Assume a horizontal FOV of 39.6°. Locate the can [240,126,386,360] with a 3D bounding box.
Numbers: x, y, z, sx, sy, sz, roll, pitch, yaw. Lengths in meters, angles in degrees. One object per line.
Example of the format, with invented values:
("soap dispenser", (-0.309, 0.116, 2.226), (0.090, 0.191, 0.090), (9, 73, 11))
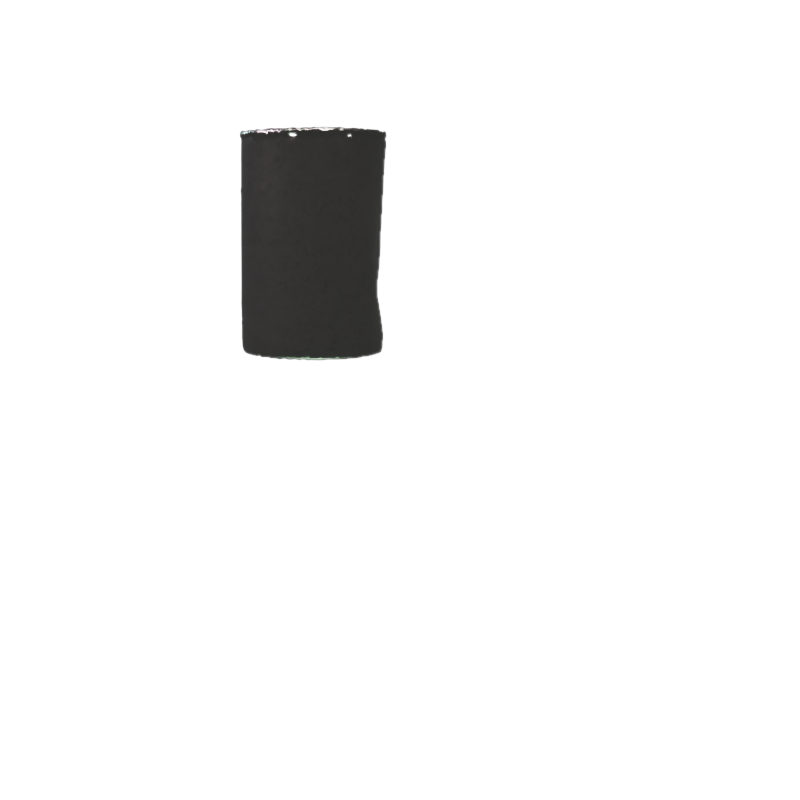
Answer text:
("can", (-0.040, -0.074, 0.516), (0.068, 0.101, 0.069), (0, 4, -2))
